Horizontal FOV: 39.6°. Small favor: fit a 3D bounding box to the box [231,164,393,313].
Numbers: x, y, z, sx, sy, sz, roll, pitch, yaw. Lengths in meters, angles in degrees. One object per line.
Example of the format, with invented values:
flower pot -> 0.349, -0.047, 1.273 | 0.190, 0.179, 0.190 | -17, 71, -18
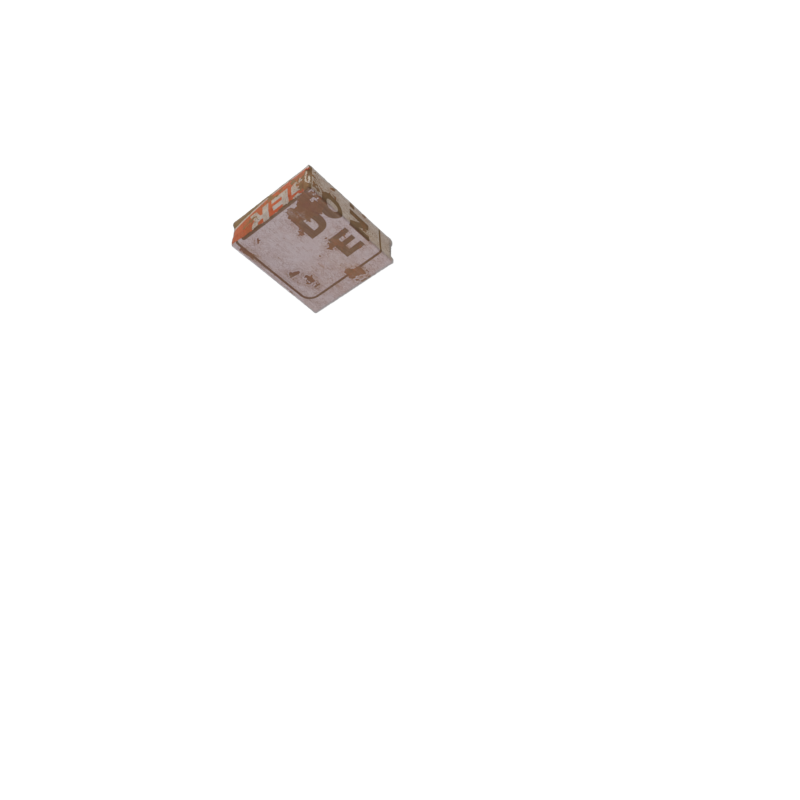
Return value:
box -> -0.060, -0.109, 0.765 | 0.073, 0.032, 0.084 | -34, -56, 26
